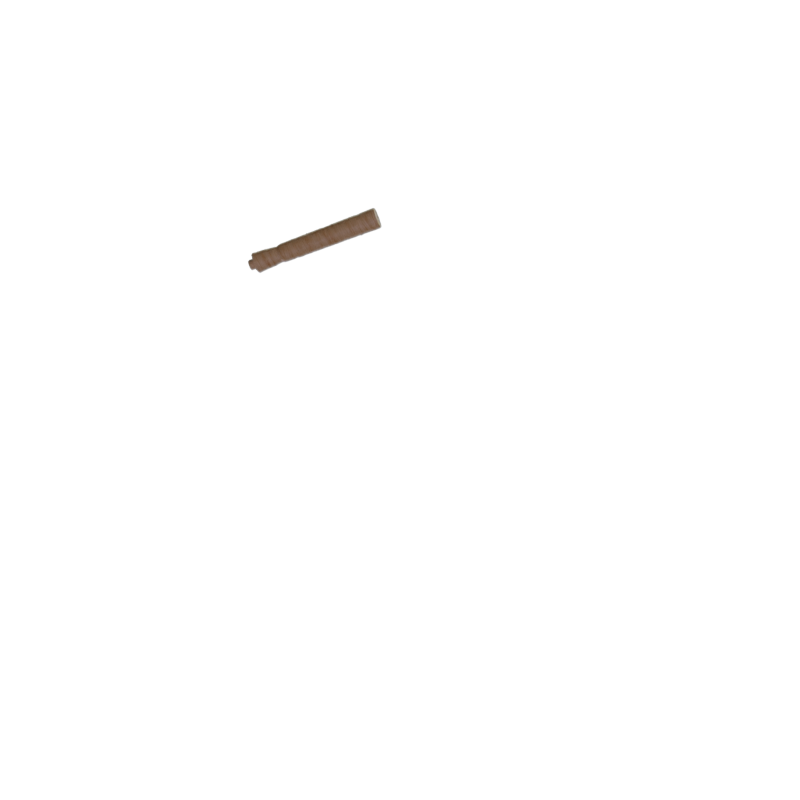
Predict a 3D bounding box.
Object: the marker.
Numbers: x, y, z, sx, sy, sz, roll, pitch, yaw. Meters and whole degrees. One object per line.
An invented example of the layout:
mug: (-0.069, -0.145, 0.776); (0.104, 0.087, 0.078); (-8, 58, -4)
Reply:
marker: (-0.076, -0.138, 0.968); (0.121, 0.020, 0.020); (-19, 1, 9)
